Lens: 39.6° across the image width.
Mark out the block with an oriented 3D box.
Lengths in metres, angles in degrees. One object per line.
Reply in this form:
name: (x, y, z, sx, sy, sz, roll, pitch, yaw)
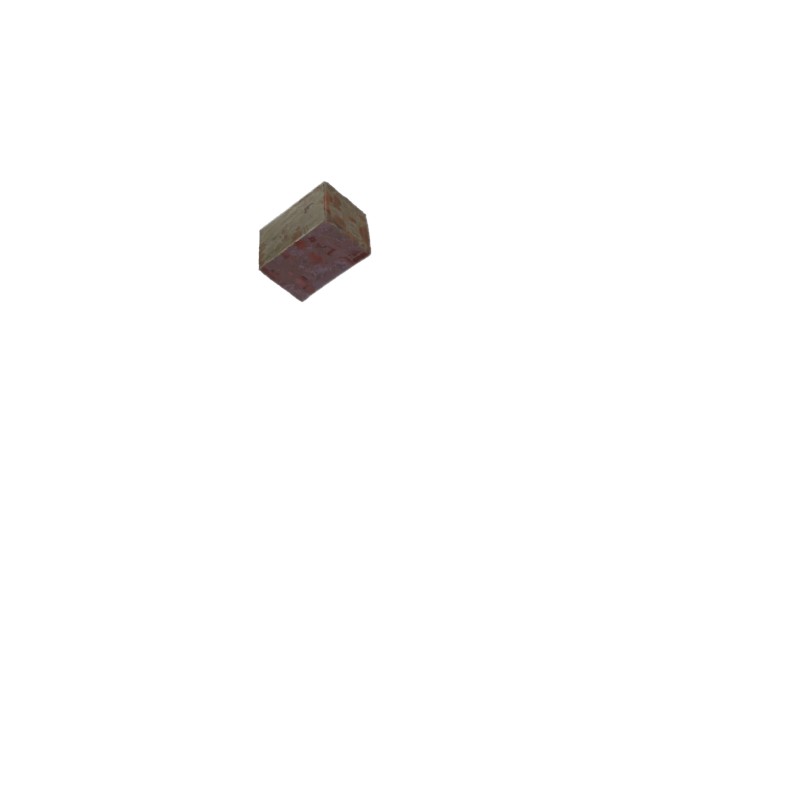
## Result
block: (-0.070, -0.127, 0.892, 0.077, 0.055, 0.049, -32, -51, 28)
